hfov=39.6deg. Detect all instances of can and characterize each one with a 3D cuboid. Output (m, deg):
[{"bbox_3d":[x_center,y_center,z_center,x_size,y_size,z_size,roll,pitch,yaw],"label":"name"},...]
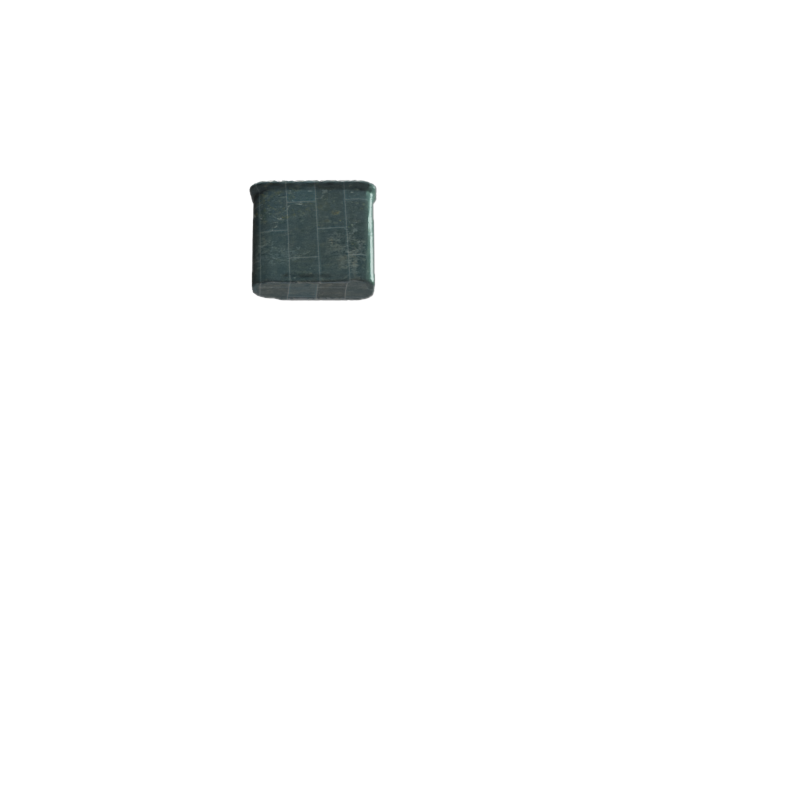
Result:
[{"bbox_3d":[-0.069,-0.126,0.881,0.102,0.087,0.055,-1,-16,0],"label":"can"}]
